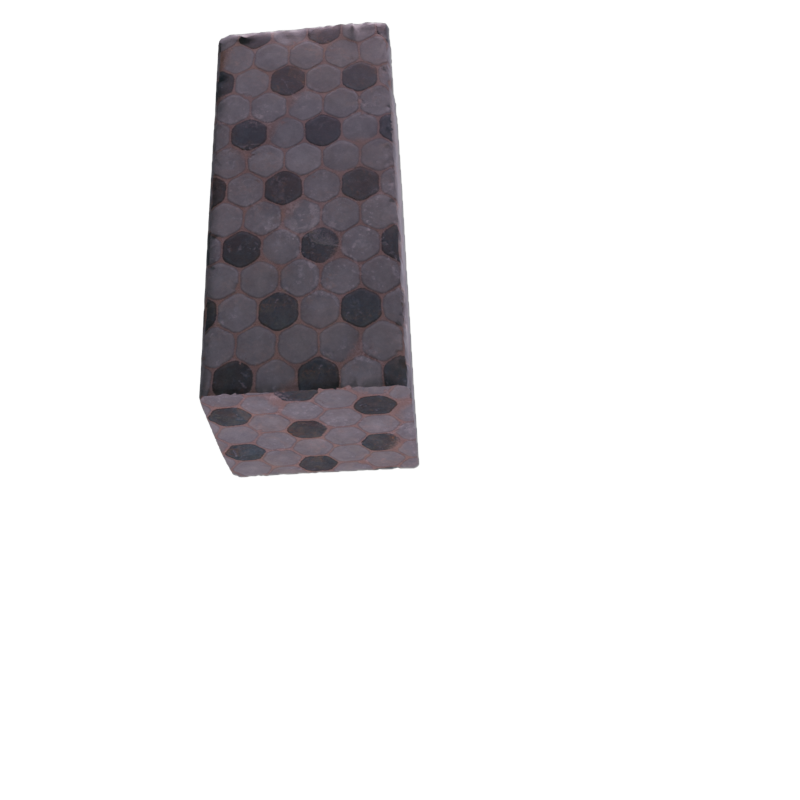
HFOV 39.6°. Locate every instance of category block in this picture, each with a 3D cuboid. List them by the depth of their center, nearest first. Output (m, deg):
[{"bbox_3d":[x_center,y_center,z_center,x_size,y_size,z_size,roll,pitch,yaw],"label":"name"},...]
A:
[{"bbox_3d":[-0.043,-0.078,0.546,0.091,0.220,0.084,-4,-31,3],"label":"block"}]
